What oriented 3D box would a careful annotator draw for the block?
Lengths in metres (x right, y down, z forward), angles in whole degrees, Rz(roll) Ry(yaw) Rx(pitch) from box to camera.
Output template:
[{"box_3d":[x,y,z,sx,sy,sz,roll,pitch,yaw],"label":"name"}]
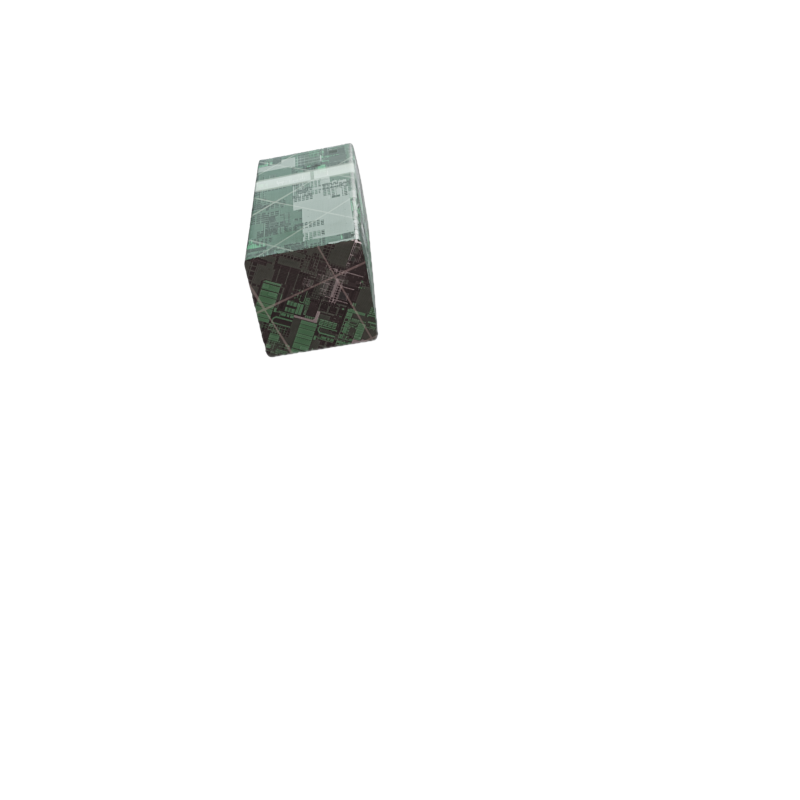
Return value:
[{"box_3d":[-0.072,-0.132,0.930,0.091,0.084,0.219,-10,31,2],"label":"block"}]
